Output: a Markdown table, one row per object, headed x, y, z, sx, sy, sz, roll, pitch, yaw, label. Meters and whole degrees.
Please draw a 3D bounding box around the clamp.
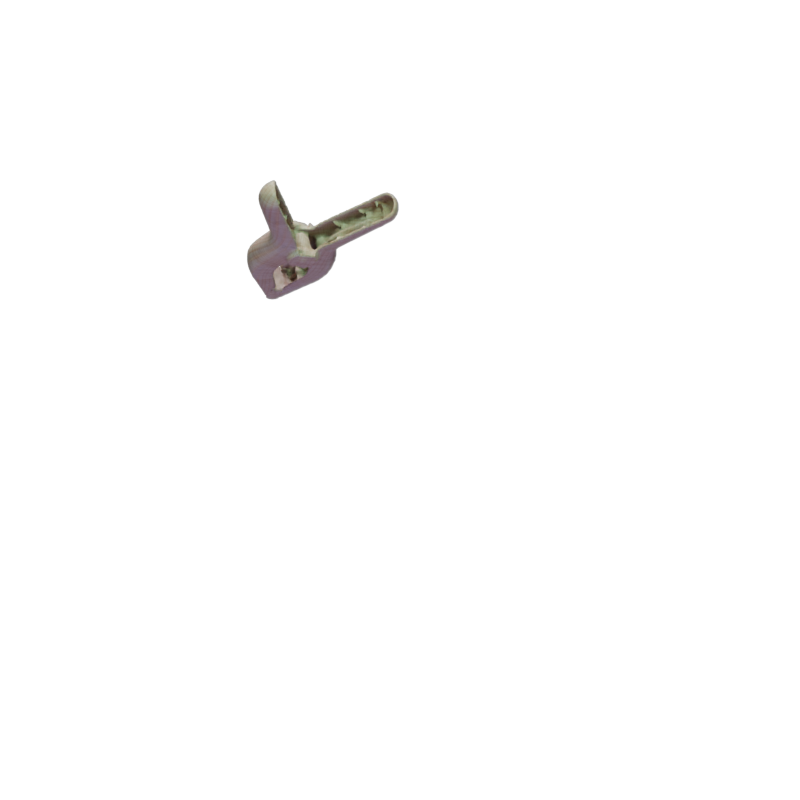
| x | y | z | sx | sy | sz | roll | pitch | yaw | label |
| --- | --- | --- | --- | --- | --- | --- | --- | --- | --- |
| -0.075 | -0.138 | 0.964 | 0.118 | 0.041 | 0.166 | 6 | -22 | -14 | clamp |
